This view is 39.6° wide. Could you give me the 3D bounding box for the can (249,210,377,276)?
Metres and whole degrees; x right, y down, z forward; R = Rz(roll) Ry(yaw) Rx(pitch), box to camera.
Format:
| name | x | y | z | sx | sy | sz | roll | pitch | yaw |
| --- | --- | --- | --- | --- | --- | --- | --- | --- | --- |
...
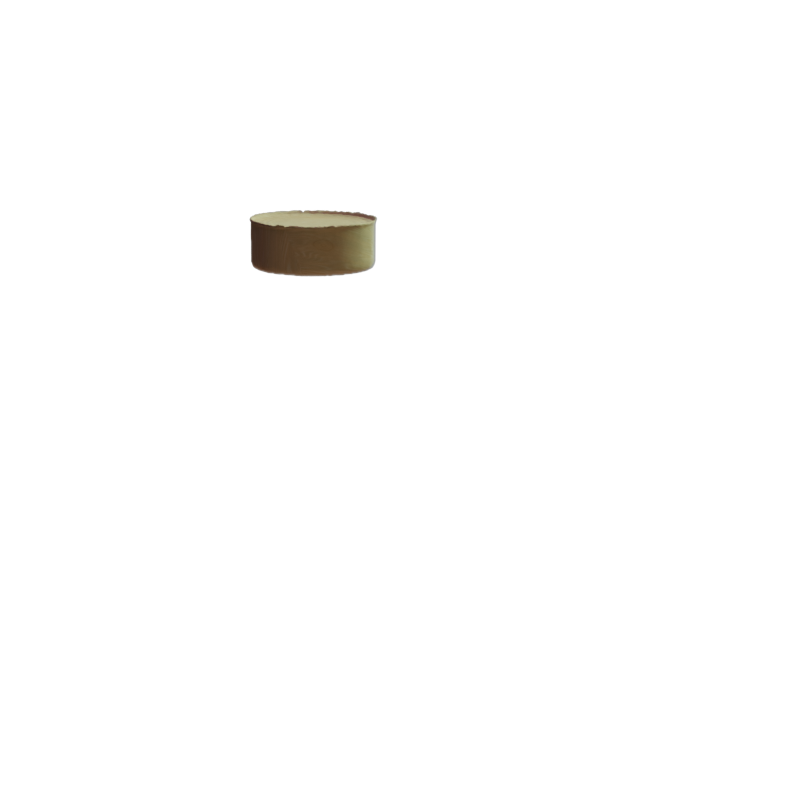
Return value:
| name | x | y | z | sx | sy | sz | roll | pitch | yaw |
| --- | --- | --- | --- | --- | --- | --- | --- | --- | --- |
| can | -0.059 | -0.107 | 0.749 | 0.086 | 0.033 | 0.089 | 0 | 15 | -2 |
